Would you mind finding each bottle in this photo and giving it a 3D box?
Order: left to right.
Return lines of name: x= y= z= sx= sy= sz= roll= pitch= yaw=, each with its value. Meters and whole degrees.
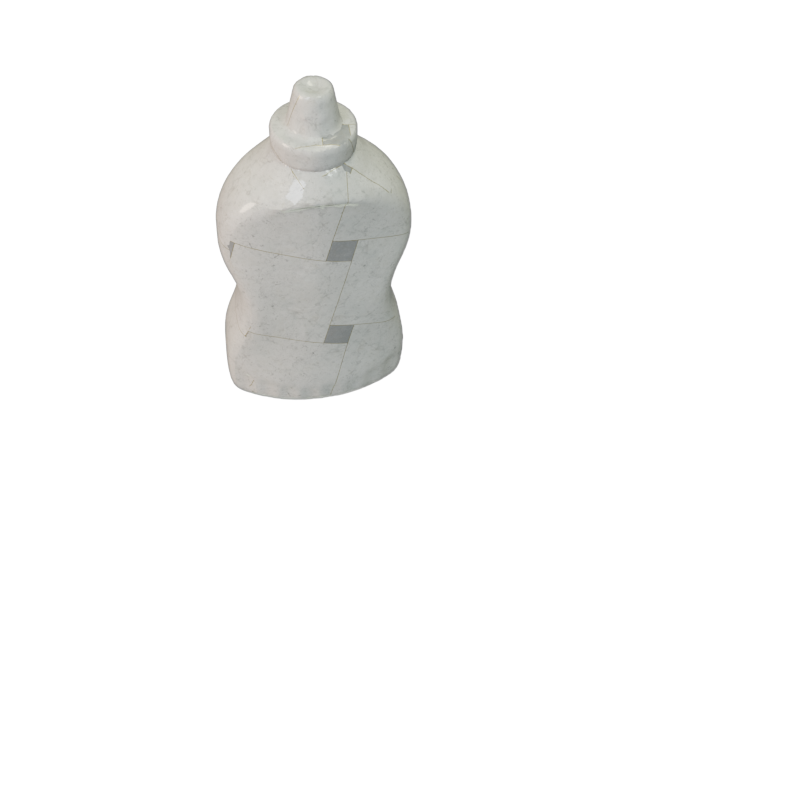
bottle: x=-0.044 y=-0.080 z=0.558 sx=0.095 sy=0.063 sz=0.179 roll=-4 pitch=-41 yaw=-7
